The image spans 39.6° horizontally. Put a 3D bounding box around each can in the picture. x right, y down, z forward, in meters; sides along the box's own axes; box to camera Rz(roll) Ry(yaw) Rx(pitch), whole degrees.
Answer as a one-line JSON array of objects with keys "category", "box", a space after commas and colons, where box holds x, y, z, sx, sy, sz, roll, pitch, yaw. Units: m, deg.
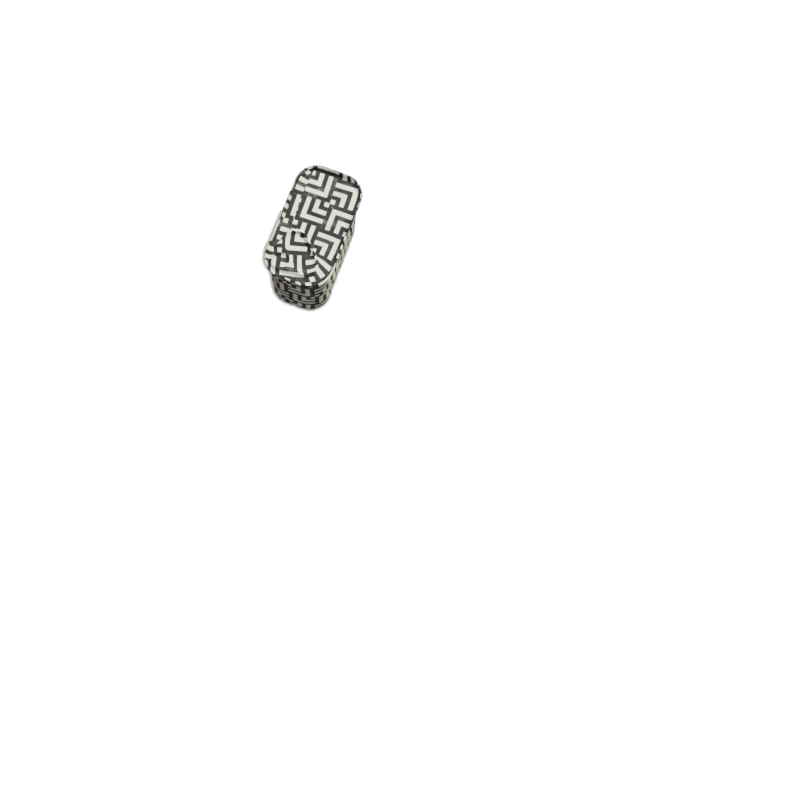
[{"category": "can", "box": [-0.073, -0.133, 0.930, 0.058, 0.105, 0.081, 20, -15, 2]}]
